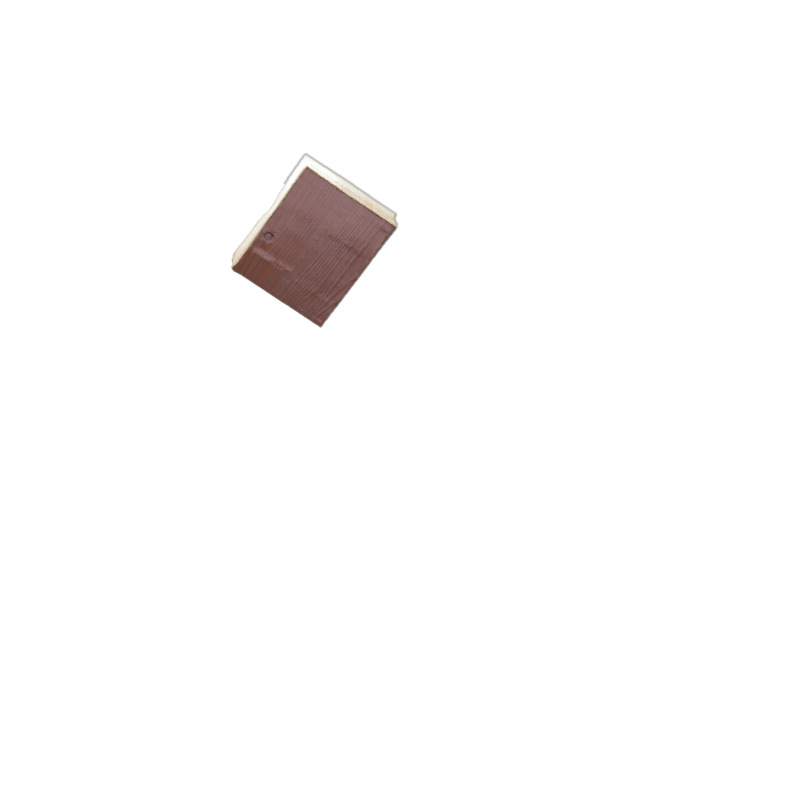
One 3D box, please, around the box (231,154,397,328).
[{"bbox_3d":[-0.057,-0.103,0.723,0.071,0.088,0.032,34,18,-14],"label":"box"}]
